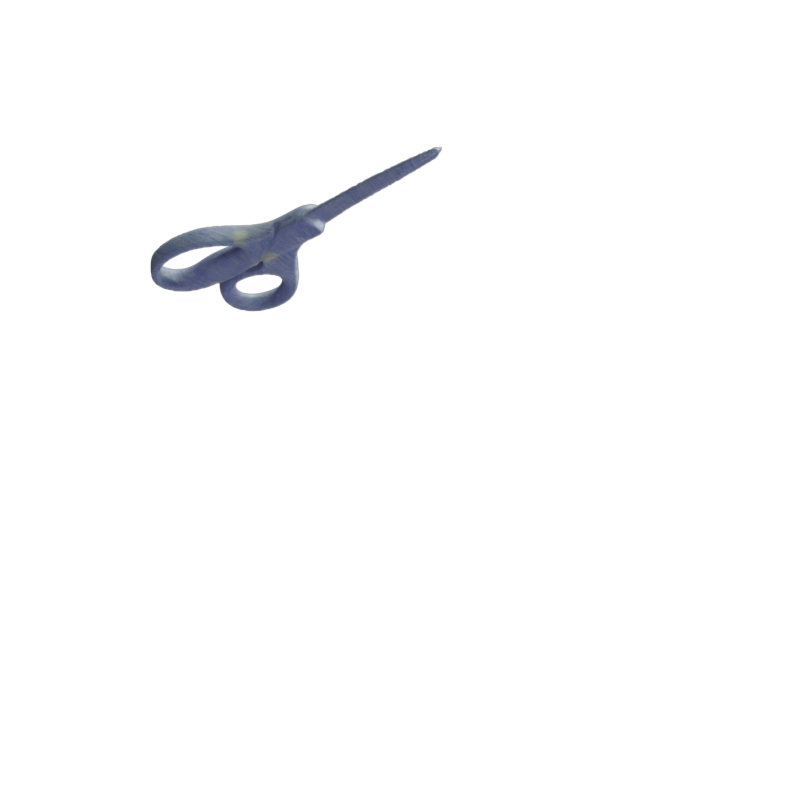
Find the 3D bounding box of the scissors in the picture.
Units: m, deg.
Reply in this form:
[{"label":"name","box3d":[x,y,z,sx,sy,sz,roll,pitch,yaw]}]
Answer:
[{"label":"scissors","box3d":[-0.049,-0.089,0.627,0.205,0.017,0.089,-12,-27,26]}]
